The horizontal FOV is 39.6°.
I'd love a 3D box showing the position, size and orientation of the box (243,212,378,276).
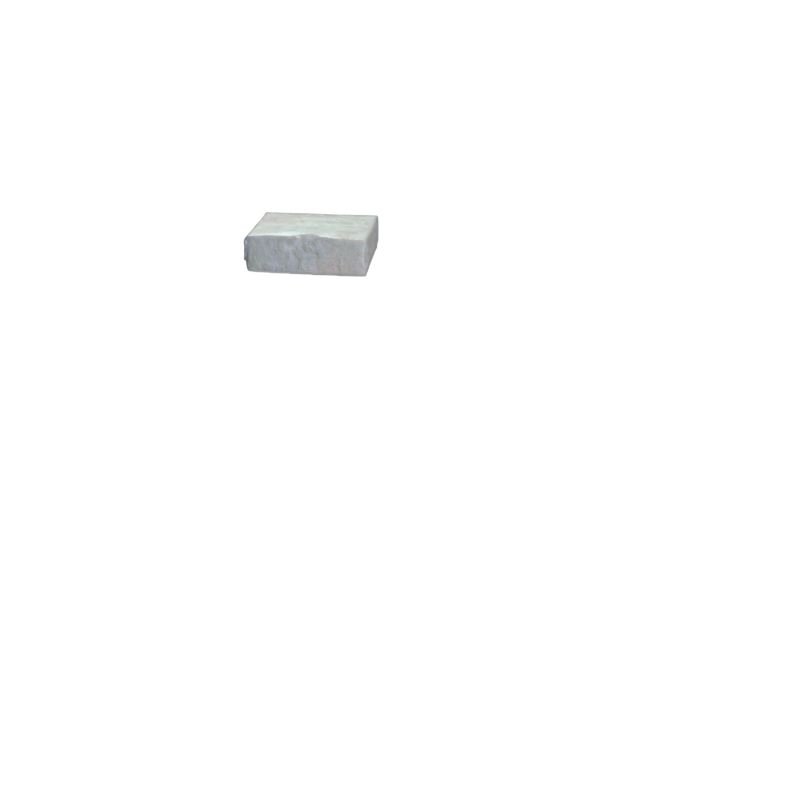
[{"bbox_3d":[-0.064,-0.116,0.812,0.090,0.029,0.075,3,22,7],"label":"box"}]
